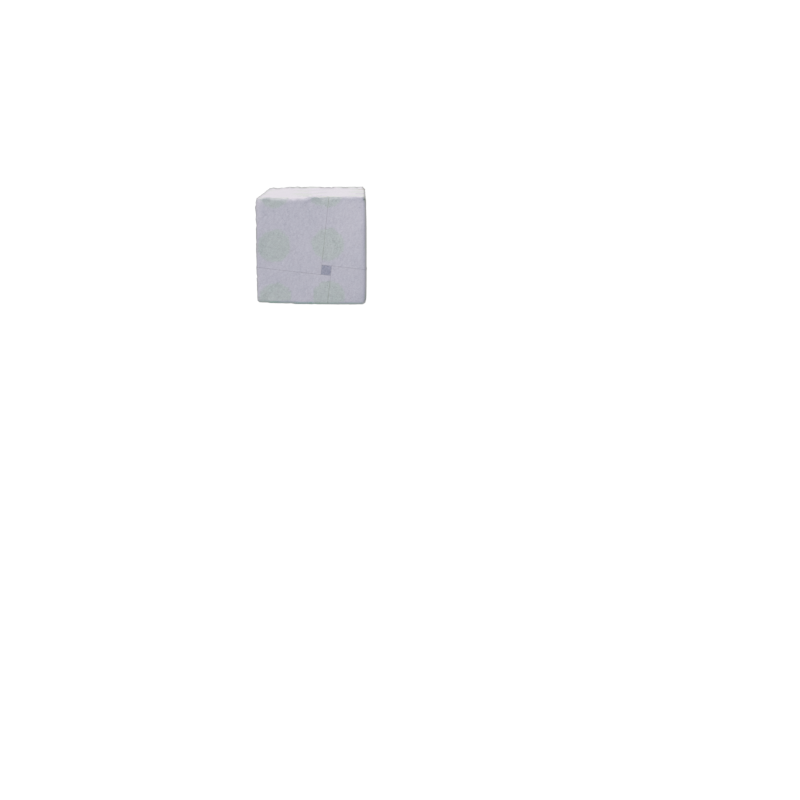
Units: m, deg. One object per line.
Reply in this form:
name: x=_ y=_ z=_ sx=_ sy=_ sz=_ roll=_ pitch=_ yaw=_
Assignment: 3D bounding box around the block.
block: x=-0.043 y=-0.079 z=0.554 sx=0.053 sy=0.050 sz=0.080 roll=0 pitch=12 yaw=-2
